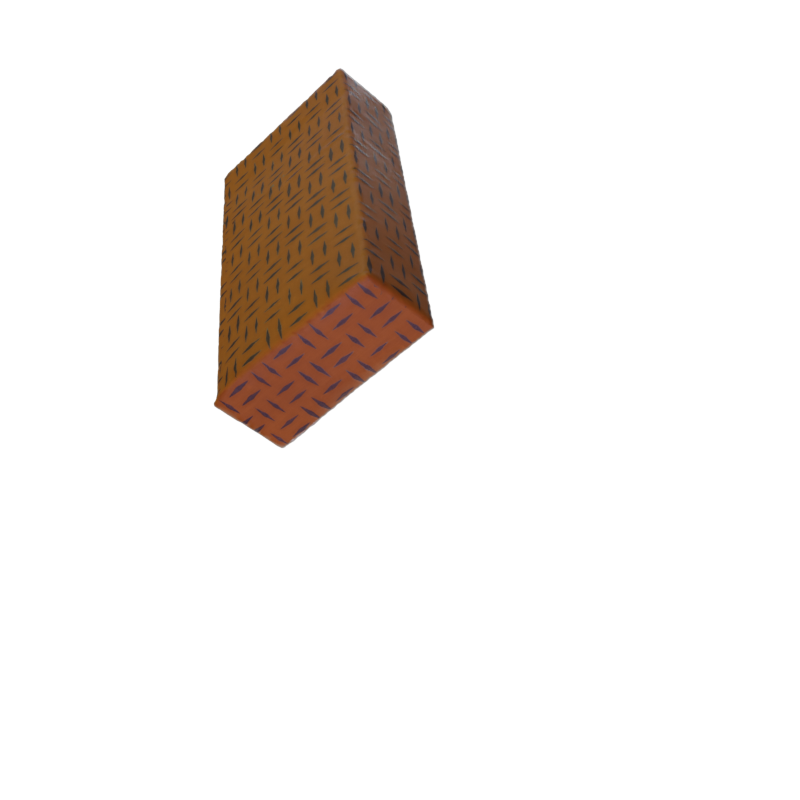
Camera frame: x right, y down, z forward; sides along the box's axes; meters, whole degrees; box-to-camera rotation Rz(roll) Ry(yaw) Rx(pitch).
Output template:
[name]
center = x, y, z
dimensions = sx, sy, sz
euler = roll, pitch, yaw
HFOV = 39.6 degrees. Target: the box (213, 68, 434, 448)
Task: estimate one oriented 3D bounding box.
[box]
center = -0.040, -0.073, 0.512
dimensions = 0.092, 0.189, 0.045
euler = -38, -58, 24
